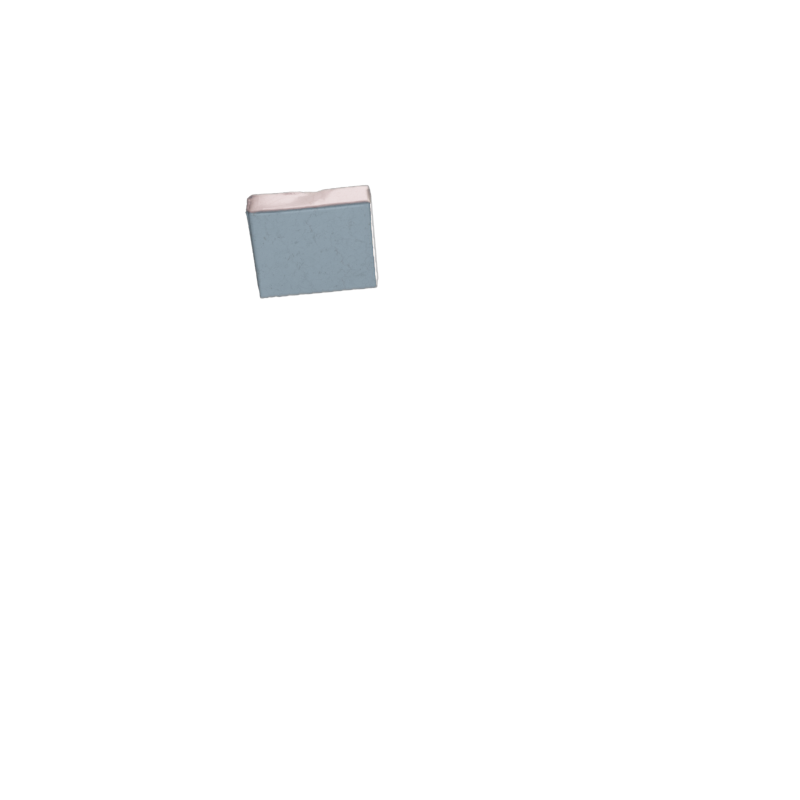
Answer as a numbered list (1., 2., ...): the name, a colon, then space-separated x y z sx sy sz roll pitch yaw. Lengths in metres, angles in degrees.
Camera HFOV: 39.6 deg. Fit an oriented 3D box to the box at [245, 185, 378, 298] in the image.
1. box: -0.063 -0.114 0.800 0.089 0.068 0.032 -4 34 2
